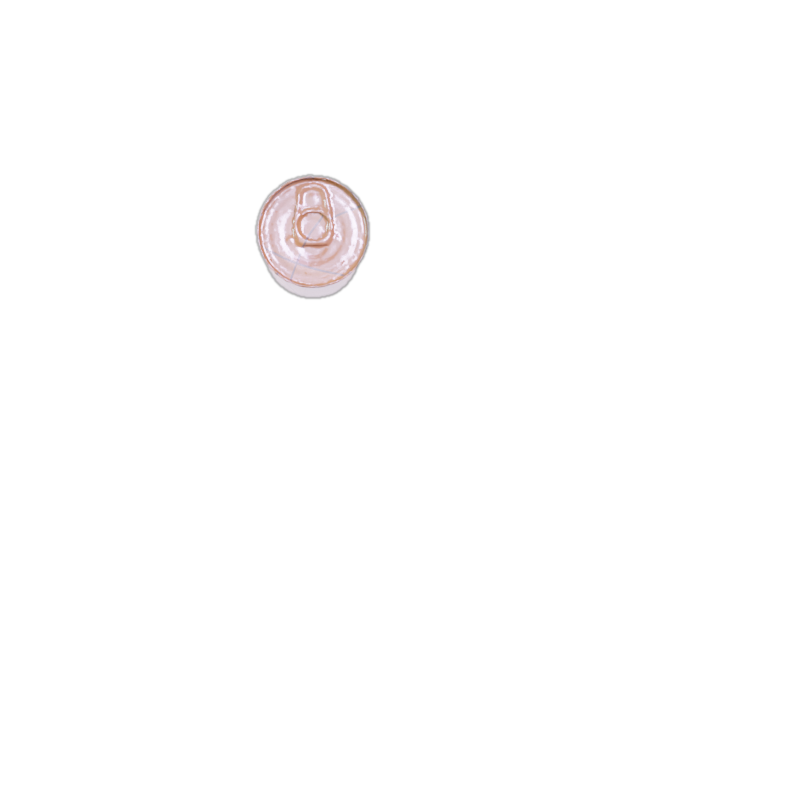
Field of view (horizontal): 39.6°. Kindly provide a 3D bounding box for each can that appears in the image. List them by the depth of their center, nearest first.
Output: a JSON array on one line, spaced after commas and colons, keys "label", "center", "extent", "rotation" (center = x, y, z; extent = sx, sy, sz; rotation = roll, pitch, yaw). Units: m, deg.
[{"label": "can", "center": [-0.056, -0.102, 0.713], "extent": [0.068, 0.069, 0.101], "rotation": [0, -2, -3]}]
